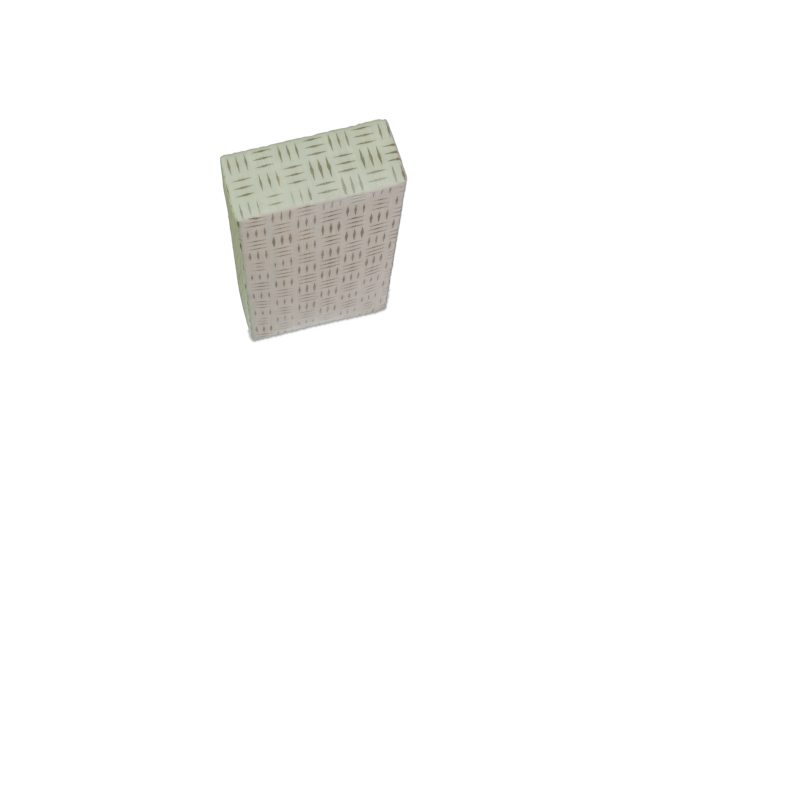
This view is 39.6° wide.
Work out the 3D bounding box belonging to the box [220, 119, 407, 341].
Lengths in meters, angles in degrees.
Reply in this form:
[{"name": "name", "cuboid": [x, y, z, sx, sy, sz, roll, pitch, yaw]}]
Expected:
[{"name": "box", "cuboid": [-0.050, -0.091, 0.643, 0.093, 0.050, 0.169, -14, -15, -8]}]
